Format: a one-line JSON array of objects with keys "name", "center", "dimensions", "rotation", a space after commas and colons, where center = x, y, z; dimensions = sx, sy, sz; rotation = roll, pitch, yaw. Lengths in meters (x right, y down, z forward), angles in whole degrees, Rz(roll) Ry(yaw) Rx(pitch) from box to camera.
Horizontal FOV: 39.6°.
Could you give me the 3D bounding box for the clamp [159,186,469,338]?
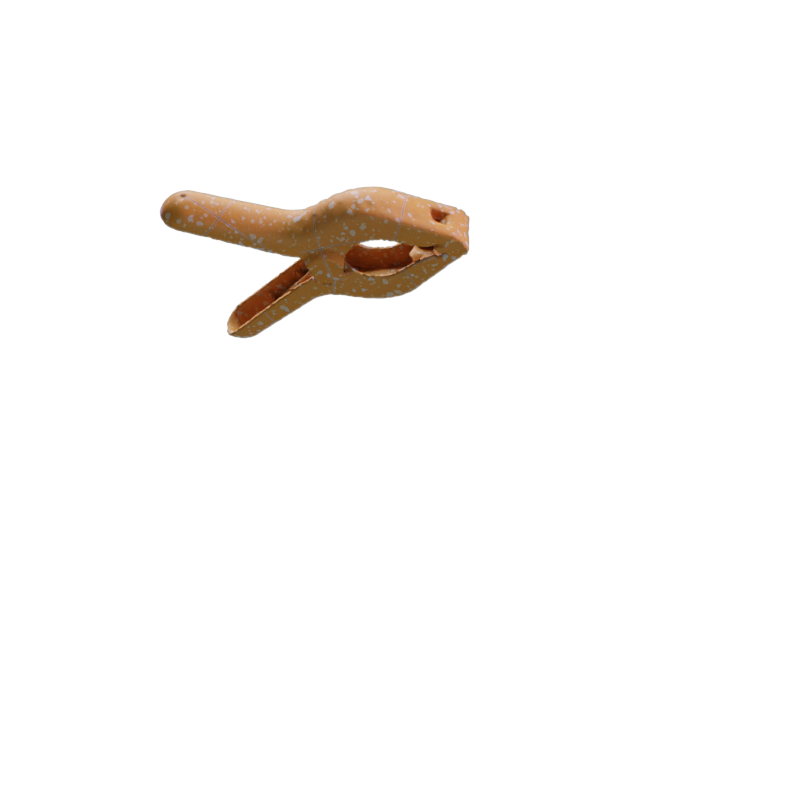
[{"name": "clamp", "center": [-0.050, -0.091, 0.636], "dimensions": [0.173, 0.042, 0.111], "rotation": [-14, -35, 20]}]
